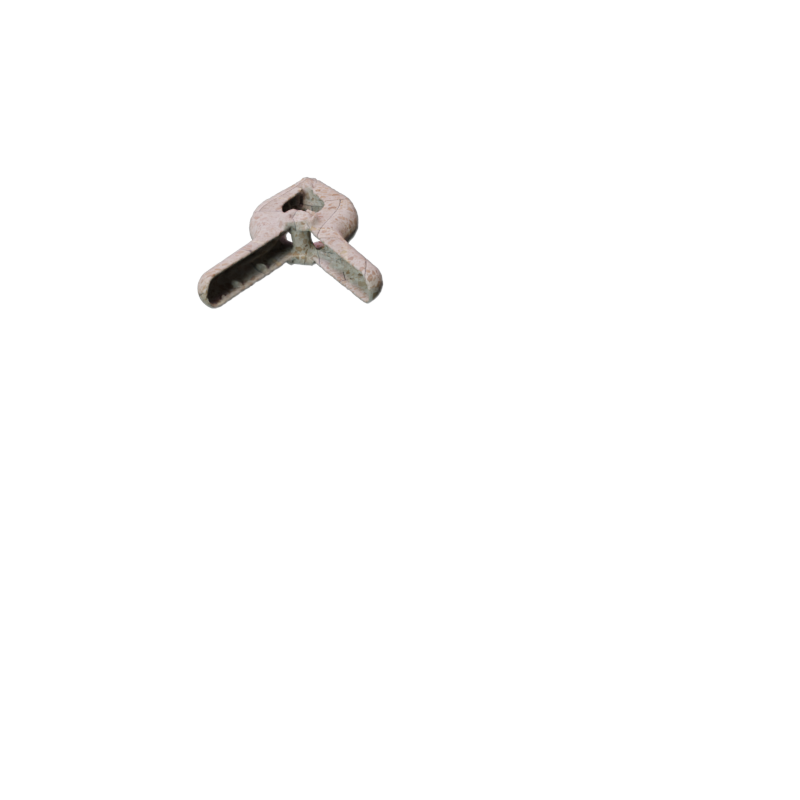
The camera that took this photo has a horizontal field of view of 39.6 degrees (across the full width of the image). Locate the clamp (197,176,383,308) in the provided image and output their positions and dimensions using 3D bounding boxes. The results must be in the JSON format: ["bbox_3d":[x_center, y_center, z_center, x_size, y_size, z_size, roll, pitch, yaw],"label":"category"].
[{"bbox_3d":[-0.061,-0.111,0.777,0.122,0.037,0.180,7,36,9],"label":"clamp"}]
